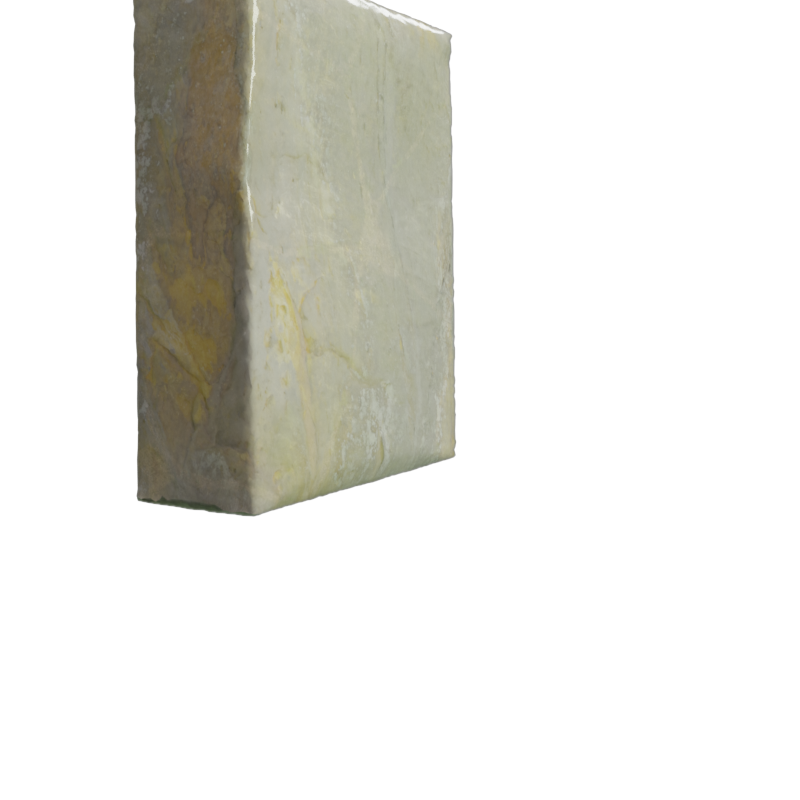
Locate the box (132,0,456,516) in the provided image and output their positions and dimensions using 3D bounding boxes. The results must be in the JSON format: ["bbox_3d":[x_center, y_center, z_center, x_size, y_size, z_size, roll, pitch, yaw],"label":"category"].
[{"bbox_3d":[-0.039,-0.070,0.493,0.074,0.215,0.158,-1,0,32],"label":"box"}]
